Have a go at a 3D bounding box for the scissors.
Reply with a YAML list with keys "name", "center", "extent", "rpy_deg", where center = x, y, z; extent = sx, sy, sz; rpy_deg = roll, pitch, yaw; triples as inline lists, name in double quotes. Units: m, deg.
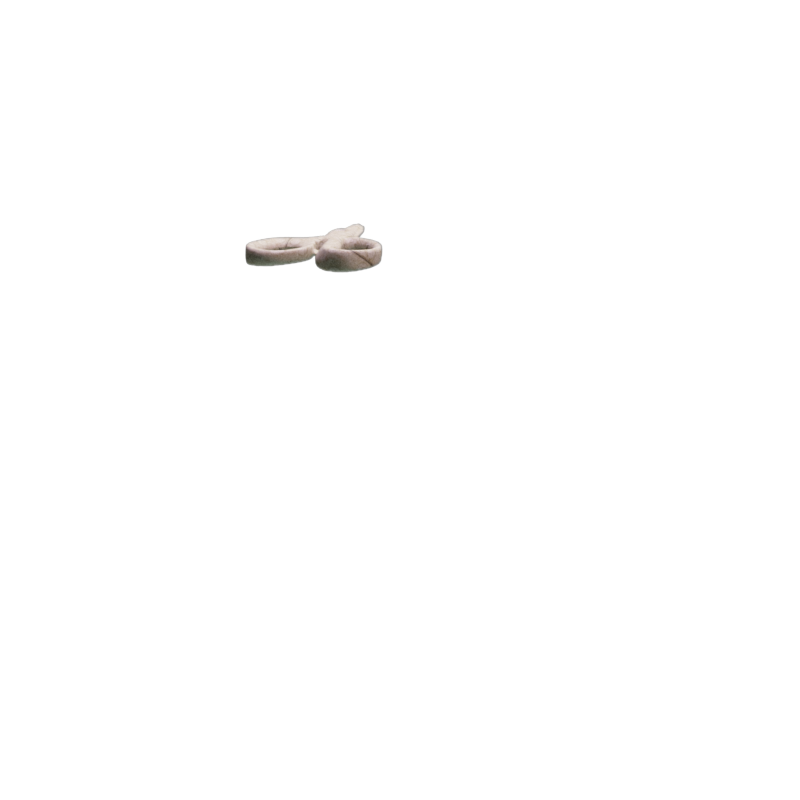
- name: "scissors"
  center: [-0.060, -0.110, 0.767]
  extent: [0.095, 0.015, 0.209]
  rpy_deg: [-2, 15, -8]
